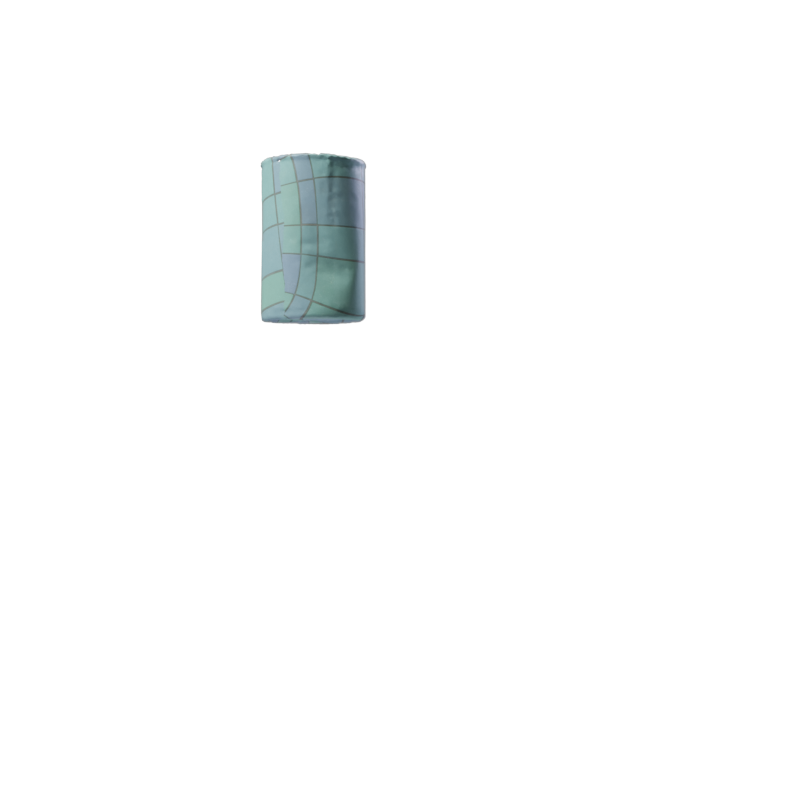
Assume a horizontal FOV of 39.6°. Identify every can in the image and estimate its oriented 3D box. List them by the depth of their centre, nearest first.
[{"bbox_3d":[-0.055,-0.101,0.708,0.068,0.104,0.068,0,-5,-2],"label":"can"}]
